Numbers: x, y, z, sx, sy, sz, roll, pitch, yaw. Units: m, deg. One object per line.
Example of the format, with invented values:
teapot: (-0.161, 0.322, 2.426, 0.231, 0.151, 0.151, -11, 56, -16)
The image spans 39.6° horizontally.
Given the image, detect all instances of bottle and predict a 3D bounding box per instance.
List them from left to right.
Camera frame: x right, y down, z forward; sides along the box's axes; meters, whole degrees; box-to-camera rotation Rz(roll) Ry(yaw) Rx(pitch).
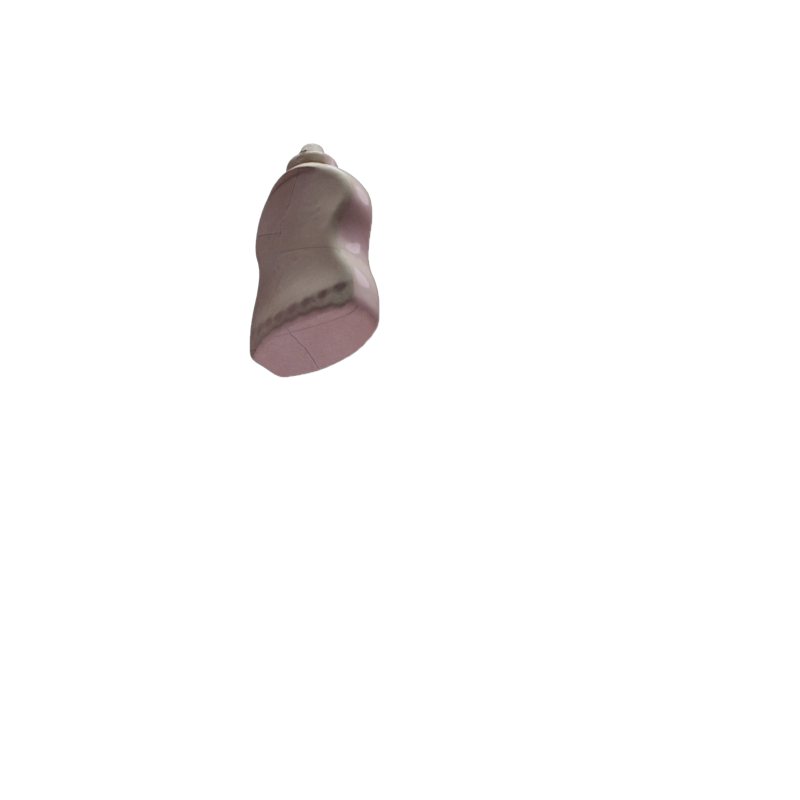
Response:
bottle: (-0.064, -0.116, 0.813, 0.096, 0.206, 0.054, -29, -45, 29)
